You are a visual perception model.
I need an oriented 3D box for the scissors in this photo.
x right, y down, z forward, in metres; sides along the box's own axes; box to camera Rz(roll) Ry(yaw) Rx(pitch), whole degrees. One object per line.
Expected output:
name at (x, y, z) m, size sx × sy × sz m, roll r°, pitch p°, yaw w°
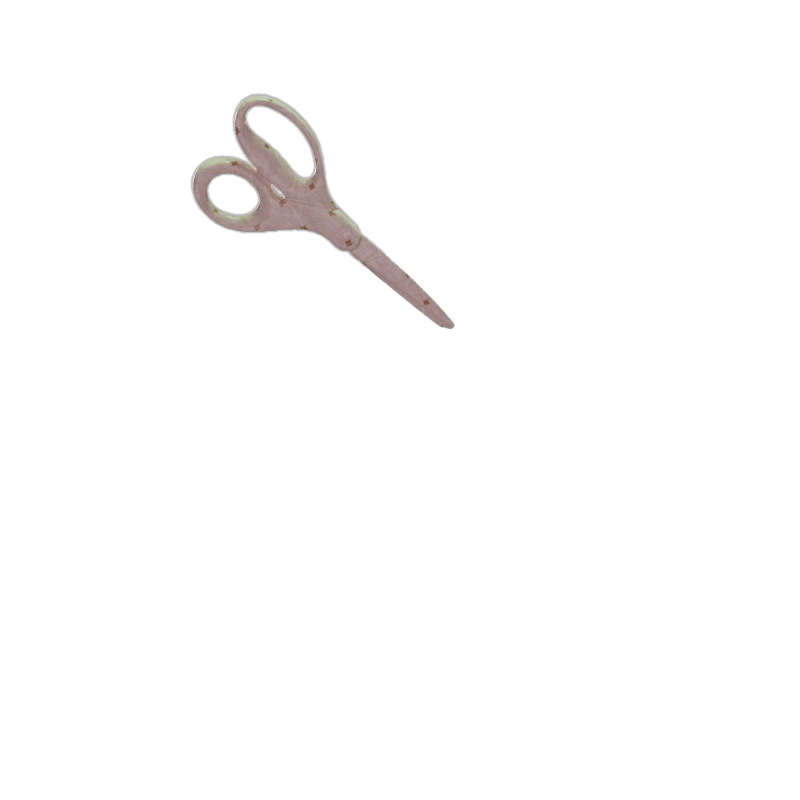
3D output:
scissors at (-0.056, -0.103, 0.719) m, size 0.096 × 0.194 × 0.016 m, roll -31°, pitch 15°, yaw 9°
